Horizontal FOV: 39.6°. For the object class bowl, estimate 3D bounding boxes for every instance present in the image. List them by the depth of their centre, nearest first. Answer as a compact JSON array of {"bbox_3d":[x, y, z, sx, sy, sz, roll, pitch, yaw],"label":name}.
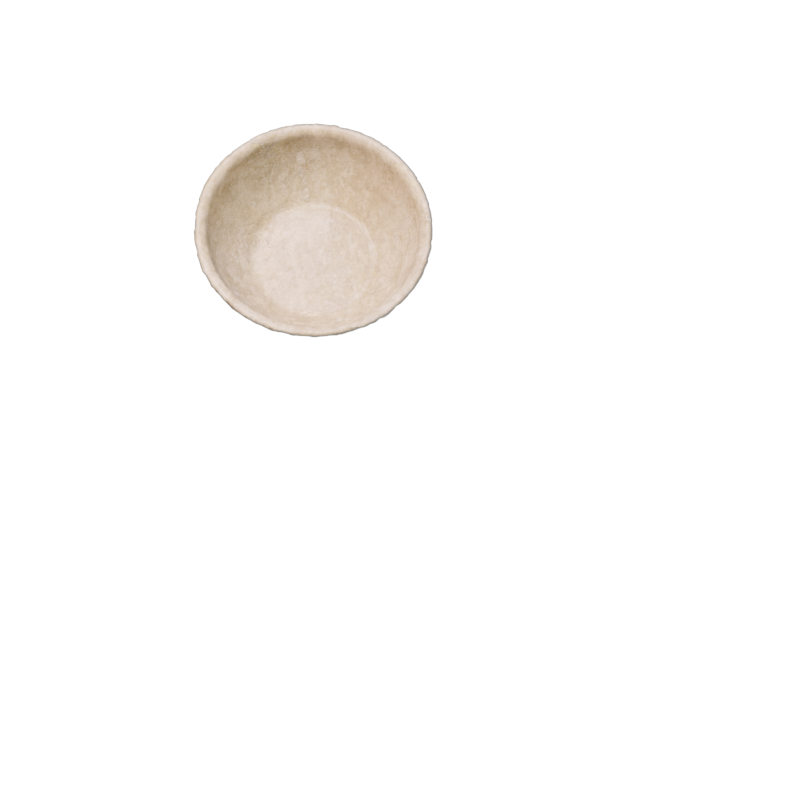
[{"bbox_3d":[-0.060,-0.110,0.770,0.162,0.171,0.052,-1,-25,-1],"label":"bowl"}]
